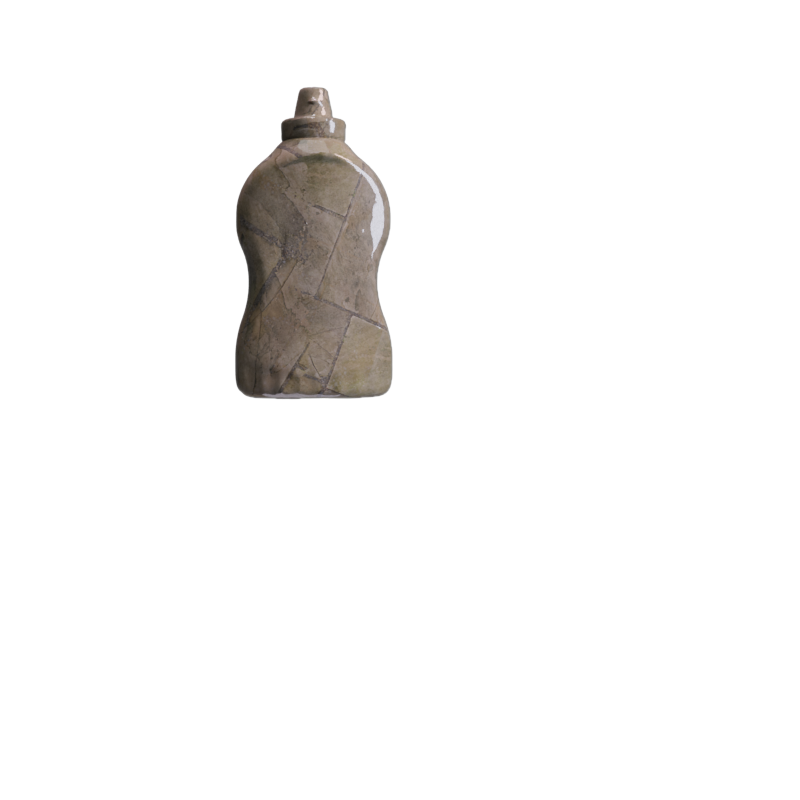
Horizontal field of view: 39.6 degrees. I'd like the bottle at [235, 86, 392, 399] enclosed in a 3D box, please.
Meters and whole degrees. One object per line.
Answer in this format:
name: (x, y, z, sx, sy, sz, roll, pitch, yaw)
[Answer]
bottle: (-0.054, -0.099, 0.690, 0.095, 0.193, 0.058, 0, -3, -7)
